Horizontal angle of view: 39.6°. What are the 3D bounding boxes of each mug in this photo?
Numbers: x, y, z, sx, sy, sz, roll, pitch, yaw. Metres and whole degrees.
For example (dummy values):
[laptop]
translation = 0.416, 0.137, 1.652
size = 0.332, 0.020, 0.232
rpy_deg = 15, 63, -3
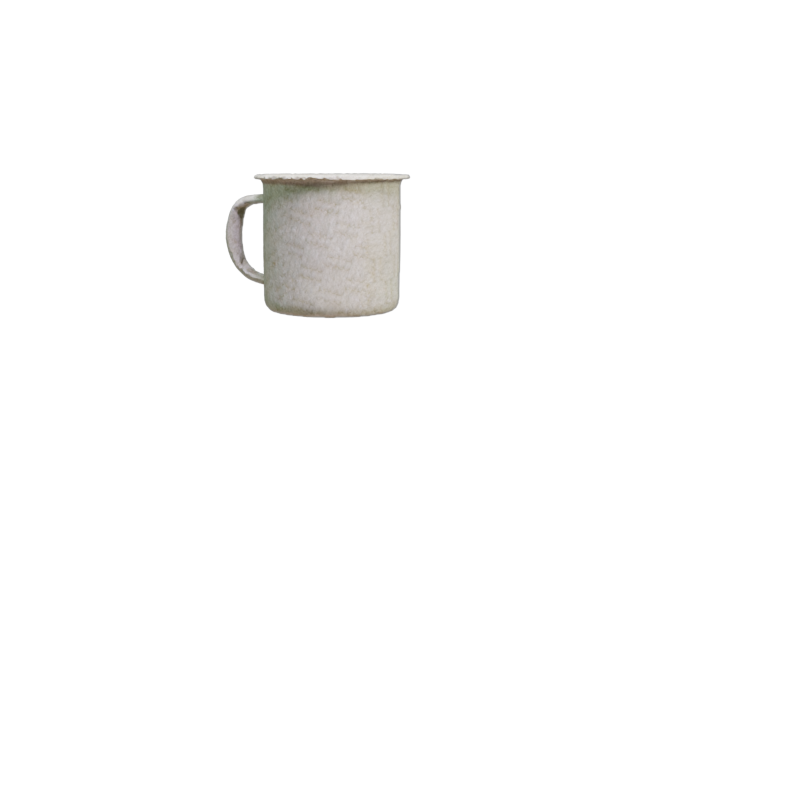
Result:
[mug]
translation = -0.052, -0.095, 0.667
size = 0.120, 0.080, 0.092
rpy_deg = 4, 10, 20
